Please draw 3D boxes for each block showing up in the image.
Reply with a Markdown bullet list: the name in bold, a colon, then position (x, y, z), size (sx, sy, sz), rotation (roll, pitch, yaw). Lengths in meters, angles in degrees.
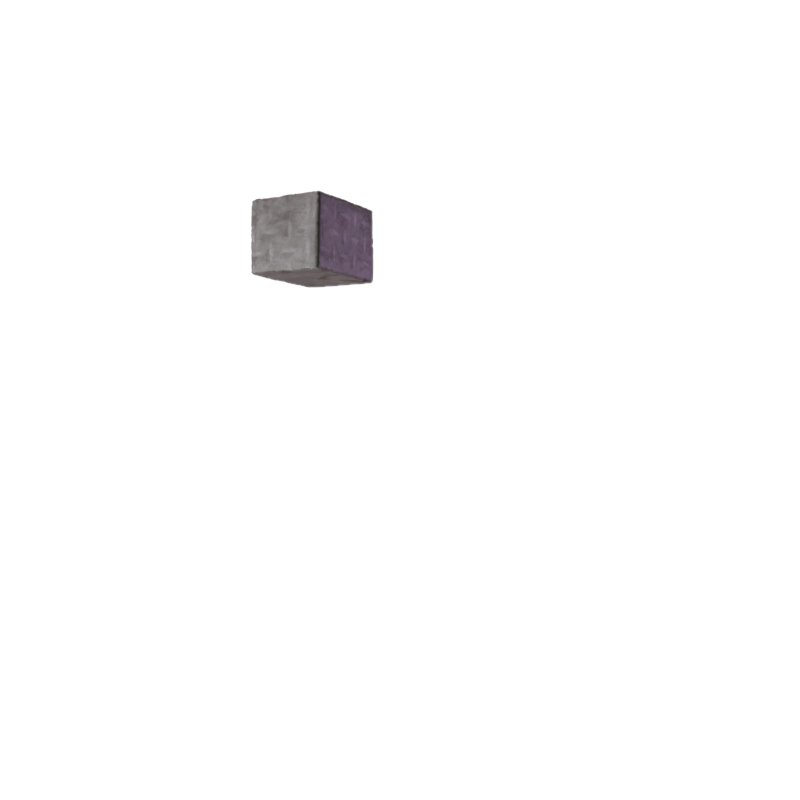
- **block**: position (-0.058, -0.106, 0.743), size (0.054, 0.052, 0.074), rotation (-3, -5, 27)
